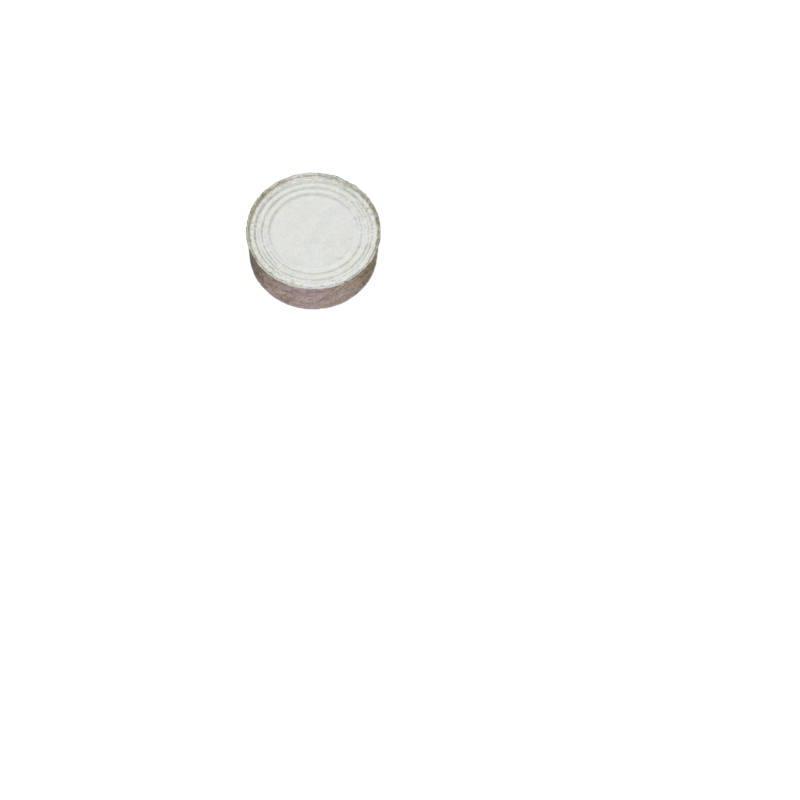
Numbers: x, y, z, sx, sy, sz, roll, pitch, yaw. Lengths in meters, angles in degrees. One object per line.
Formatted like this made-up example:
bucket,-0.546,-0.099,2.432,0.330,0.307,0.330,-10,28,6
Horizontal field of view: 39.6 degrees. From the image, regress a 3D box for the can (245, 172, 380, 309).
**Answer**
can,-0.056,-0.102,0.717,0.086,0.091,0.032,-1,-28,-1
